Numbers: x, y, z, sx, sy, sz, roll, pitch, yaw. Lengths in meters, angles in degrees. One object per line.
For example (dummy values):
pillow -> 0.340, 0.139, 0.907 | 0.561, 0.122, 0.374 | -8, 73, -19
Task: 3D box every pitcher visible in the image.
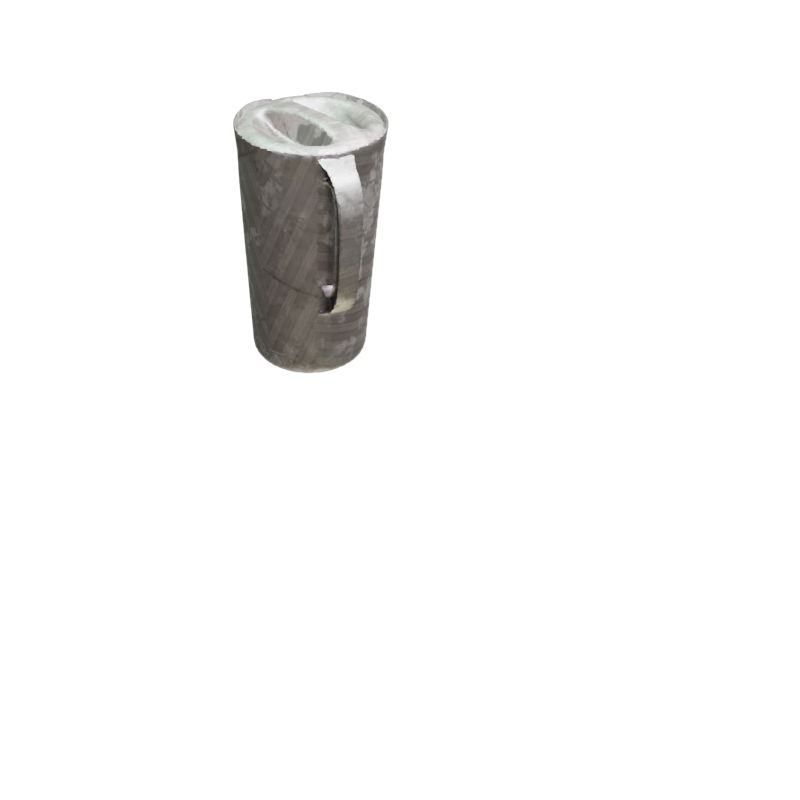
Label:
pitcher -> -0.078, -0.142, 0.997 | 0.150, 0.228, 0.153 | 15, 36, 18
